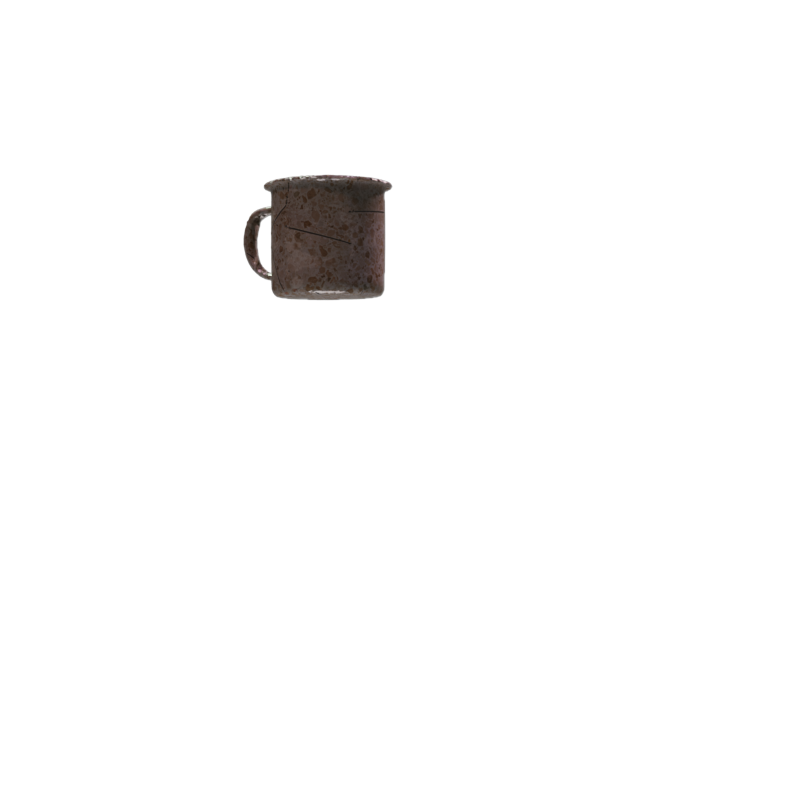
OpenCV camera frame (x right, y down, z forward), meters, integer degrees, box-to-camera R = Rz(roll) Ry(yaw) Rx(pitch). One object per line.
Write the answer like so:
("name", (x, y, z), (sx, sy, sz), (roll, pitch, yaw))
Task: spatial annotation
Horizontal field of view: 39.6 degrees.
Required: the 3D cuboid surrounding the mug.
("mug", (-0.063, -0.114, 0.801), (0.121, 0.082, 0.090), (0, -1, 26))
